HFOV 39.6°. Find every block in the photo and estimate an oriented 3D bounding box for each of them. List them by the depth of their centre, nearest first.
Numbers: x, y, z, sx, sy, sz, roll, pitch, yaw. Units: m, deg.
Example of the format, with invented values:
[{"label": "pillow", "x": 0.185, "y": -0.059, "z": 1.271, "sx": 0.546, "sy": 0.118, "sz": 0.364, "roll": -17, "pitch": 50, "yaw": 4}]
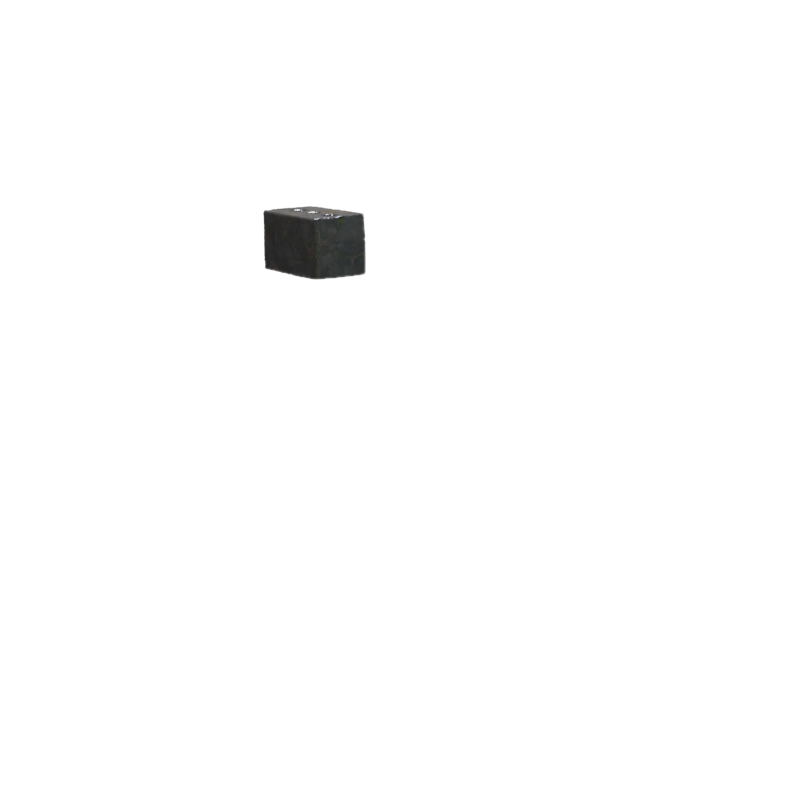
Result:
[{"label": "block", "x": -0.073, "y": -0.133, "z": 0.930, "sx": 0.051, "sy": 0.050, "sz": 0.082, "roll": -9, "pitch": 16, "yaw": -38}]
